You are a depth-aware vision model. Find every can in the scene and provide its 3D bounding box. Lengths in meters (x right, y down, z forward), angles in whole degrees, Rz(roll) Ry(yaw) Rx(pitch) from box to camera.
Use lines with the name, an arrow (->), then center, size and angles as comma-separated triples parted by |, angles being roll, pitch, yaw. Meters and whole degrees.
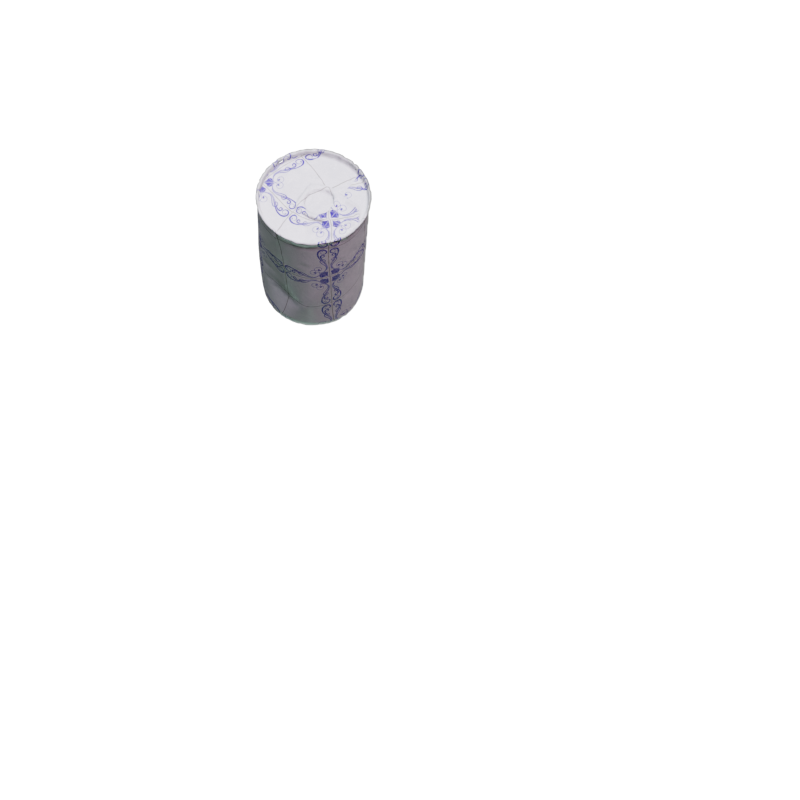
can -> -0.054, -0.099, 0.690 | 0.068, 0.073, 0.096 | 0, -28, -3
